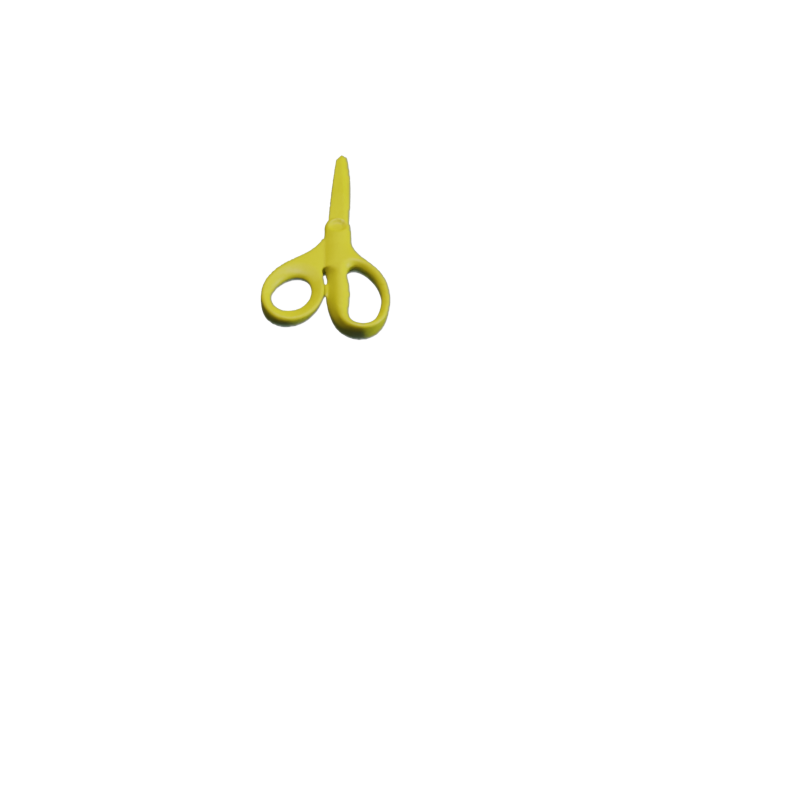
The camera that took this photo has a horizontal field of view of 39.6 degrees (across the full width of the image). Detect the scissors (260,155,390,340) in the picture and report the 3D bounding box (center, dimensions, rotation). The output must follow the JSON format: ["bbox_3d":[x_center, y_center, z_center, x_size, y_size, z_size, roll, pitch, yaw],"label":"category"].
[{"bbox_3d":[-0.063,-0.114,0.799,0.095,0.015,0.218,-10,44,-10],"label":"scissors"}]
